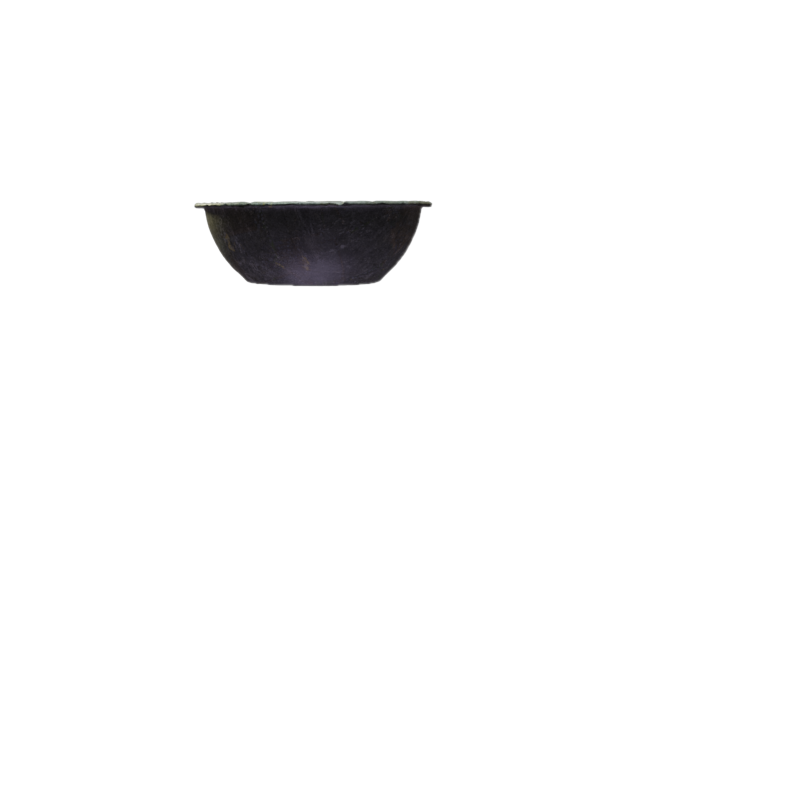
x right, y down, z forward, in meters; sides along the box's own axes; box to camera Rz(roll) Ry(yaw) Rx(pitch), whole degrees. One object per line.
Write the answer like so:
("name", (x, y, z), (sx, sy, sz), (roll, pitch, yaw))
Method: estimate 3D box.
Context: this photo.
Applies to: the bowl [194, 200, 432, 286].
("bowl", (-0.059, -0.108, 0.755), (0.162, 0.054, 0.165), (0, 9, -2))
